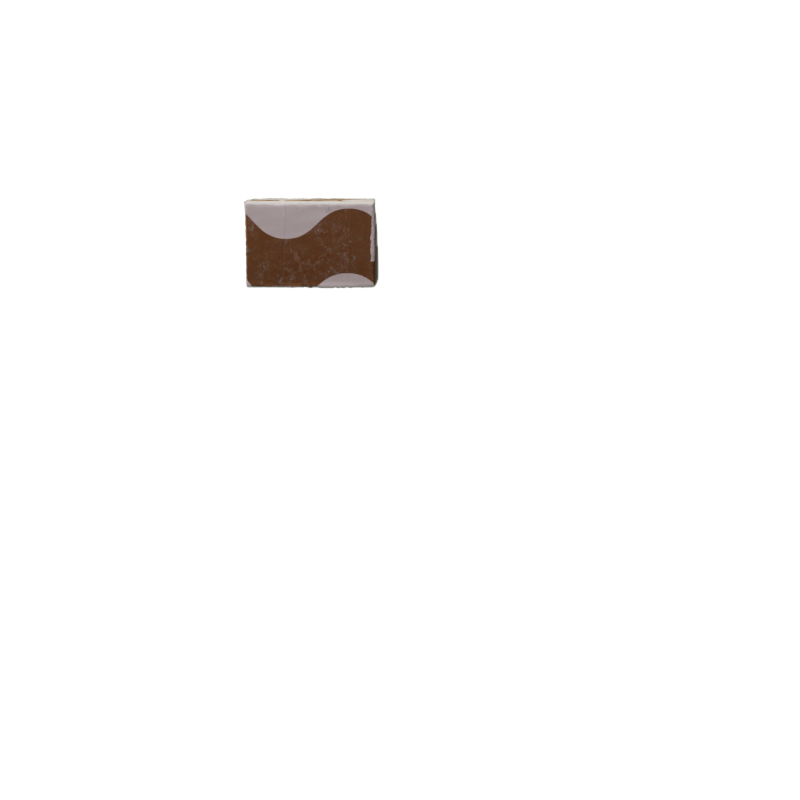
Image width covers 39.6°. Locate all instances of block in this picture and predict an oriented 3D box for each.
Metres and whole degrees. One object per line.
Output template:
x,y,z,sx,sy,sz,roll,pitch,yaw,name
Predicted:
-0.052,-0.095,0.664,0.078,0.051,0.053,0,8,2,block
